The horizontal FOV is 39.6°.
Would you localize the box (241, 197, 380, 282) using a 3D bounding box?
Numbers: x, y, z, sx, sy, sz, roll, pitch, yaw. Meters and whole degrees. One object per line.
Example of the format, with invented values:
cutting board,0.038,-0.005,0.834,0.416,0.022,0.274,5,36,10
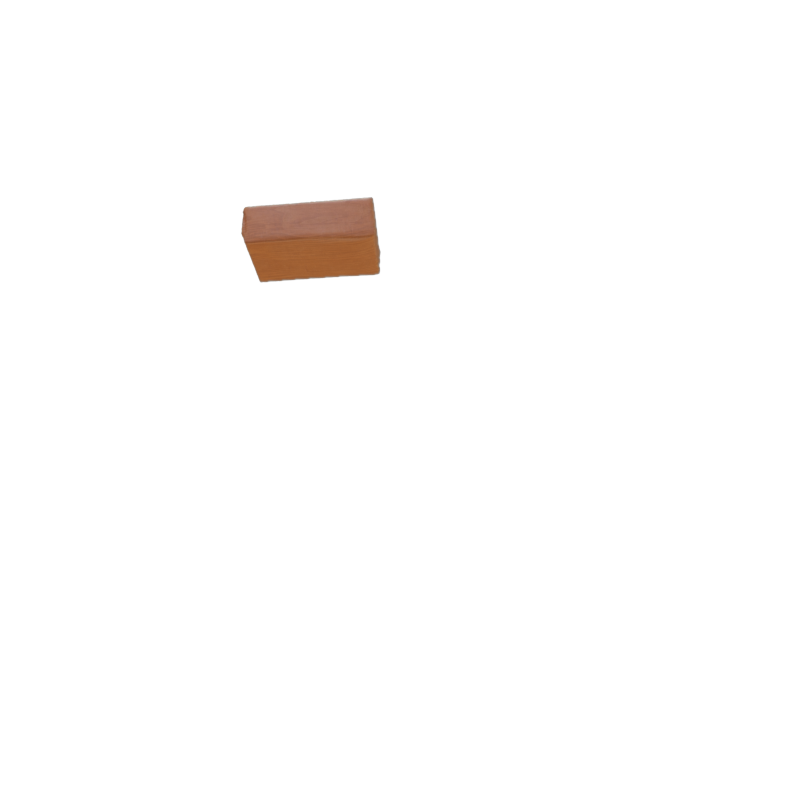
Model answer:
box,-0.076,-0.138,0.965,0.114,0.041,0.085,-1,-18,4
